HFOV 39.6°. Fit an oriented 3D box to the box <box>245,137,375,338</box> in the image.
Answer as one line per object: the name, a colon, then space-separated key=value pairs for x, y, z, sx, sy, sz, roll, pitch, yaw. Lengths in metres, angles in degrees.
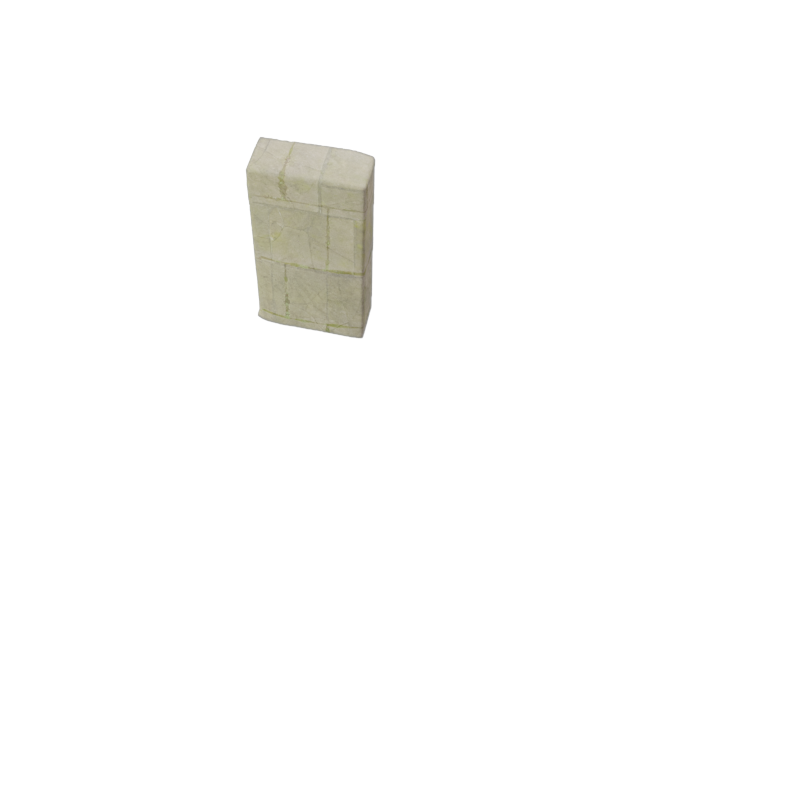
box: x=-0.069 y=-0.126 z=0.880 sx=0.095 sy=0.051 sz=0.164 roll=12 pitch=-41 yaw=7
